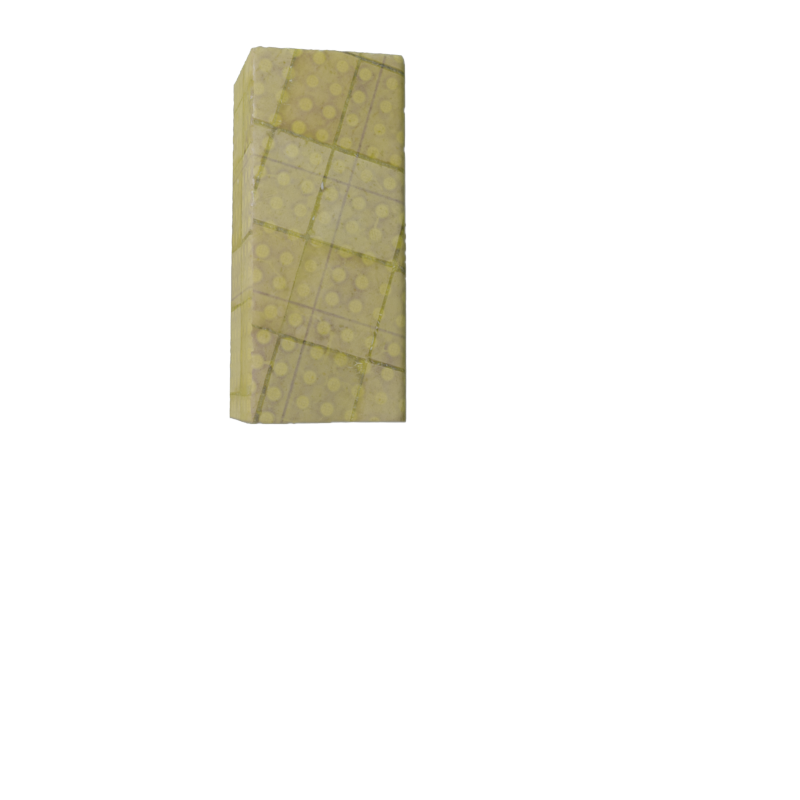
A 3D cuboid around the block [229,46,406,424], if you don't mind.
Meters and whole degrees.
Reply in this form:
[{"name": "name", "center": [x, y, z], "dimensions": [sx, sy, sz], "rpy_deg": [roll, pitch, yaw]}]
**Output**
[{"name": "block", "center": [-0.050, -0.092, 0.648], "dimensions": [0.089, 0.209, 0.091], "rpy_deg": [1, -6, -14]}]
